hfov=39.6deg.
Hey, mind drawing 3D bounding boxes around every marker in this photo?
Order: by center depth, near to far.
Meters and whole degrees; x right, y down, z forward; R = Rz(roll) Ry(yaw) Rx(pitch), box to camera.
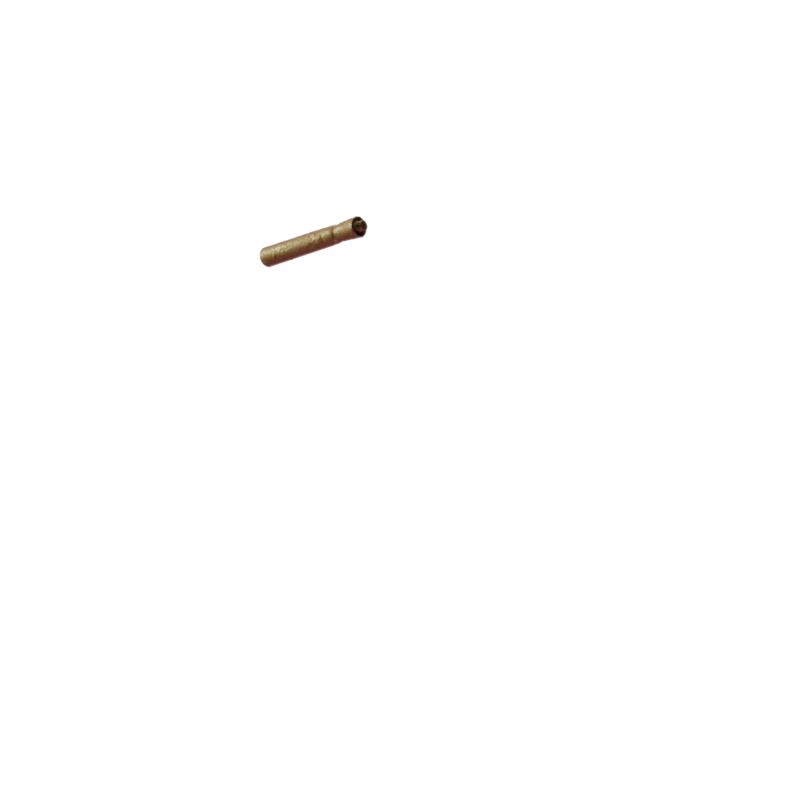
[{"bbox_3d":[-0.076,-0.139,0.974,0.123,0.020,0.019,-11,-4,41],"label":"marker"}]
